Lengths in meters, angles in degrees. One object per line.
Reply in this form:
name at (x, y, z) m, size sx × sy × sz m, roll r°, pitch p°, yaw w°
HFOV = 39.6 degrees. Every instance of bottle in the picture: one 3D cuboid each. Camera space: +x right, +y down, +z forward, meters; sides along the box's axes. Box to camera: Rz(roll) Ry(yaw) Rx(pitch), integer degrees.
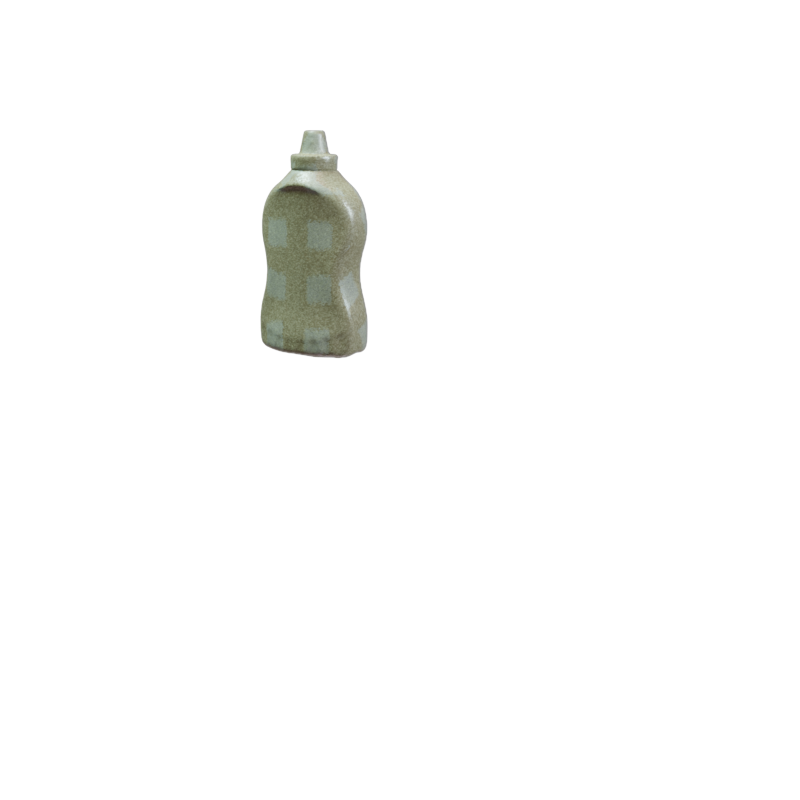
bottle at (-0.075, -0.137, 0.960) m, size 0.100 × 0.188 × 0.057 m, roll 7°, pitch 10°, yaw 33°
